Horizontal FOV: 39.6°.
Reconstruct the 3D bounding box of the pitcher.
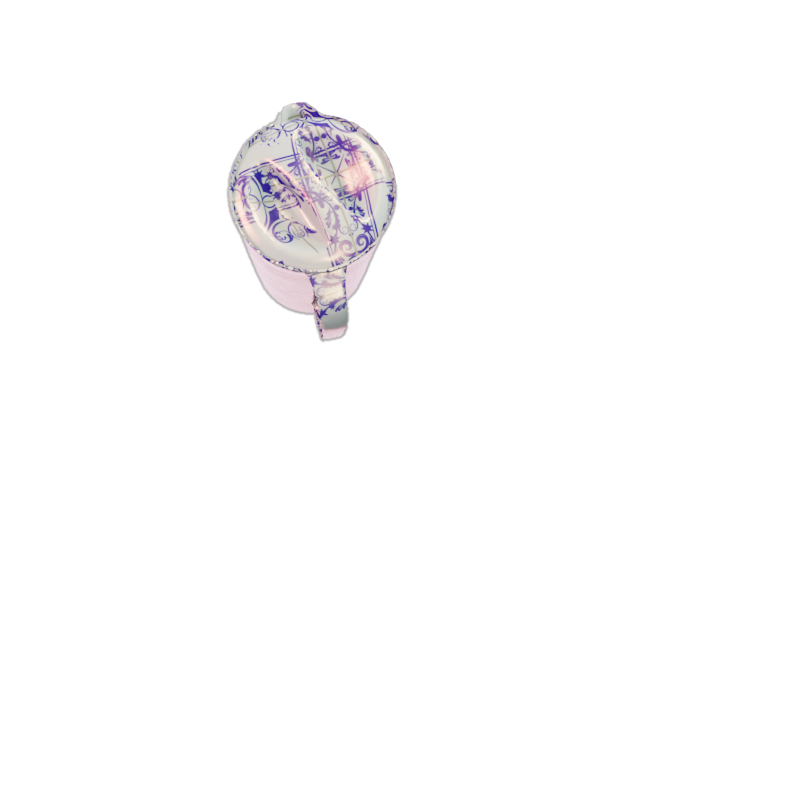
[{"bbox_3d":[-0.077,-0.140,0.983,0.147,0.151,0.236,33,-10,3],"label":"pitcher"}]
